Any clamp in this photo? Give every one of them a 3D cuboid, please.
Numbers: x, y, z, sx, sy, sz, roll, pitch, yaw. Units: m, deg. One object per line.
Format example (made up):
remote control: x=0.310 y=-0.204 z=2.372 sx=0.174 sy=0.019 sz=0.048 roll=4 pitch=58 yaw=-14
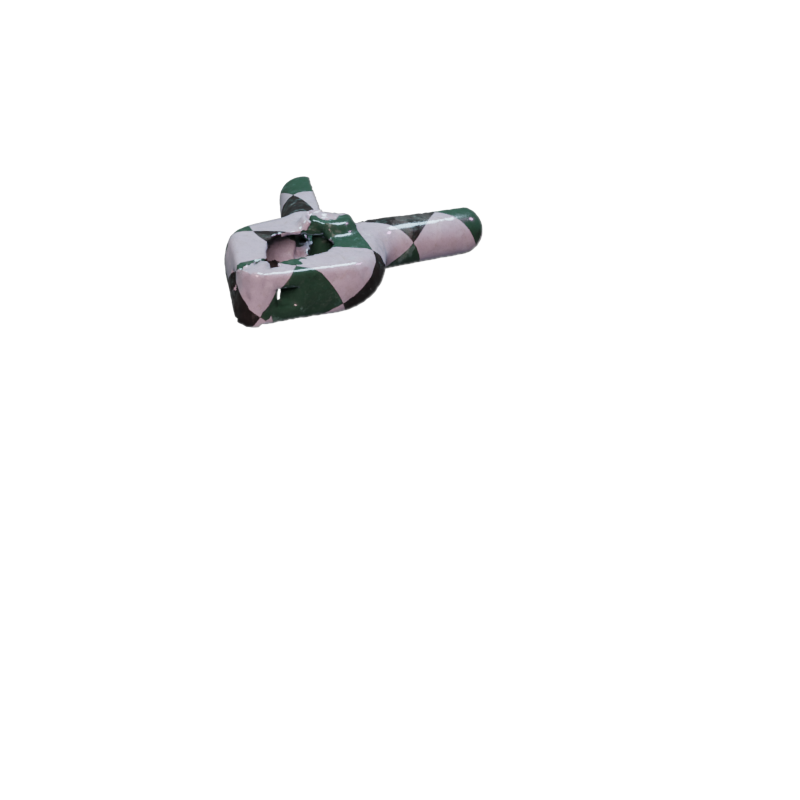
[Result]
clamp: x=-0.045 y=-0.082 z=0.577 sx=0.126 sy=0.038 sz=0.171 roll=13 pitch=25 yaw=30
